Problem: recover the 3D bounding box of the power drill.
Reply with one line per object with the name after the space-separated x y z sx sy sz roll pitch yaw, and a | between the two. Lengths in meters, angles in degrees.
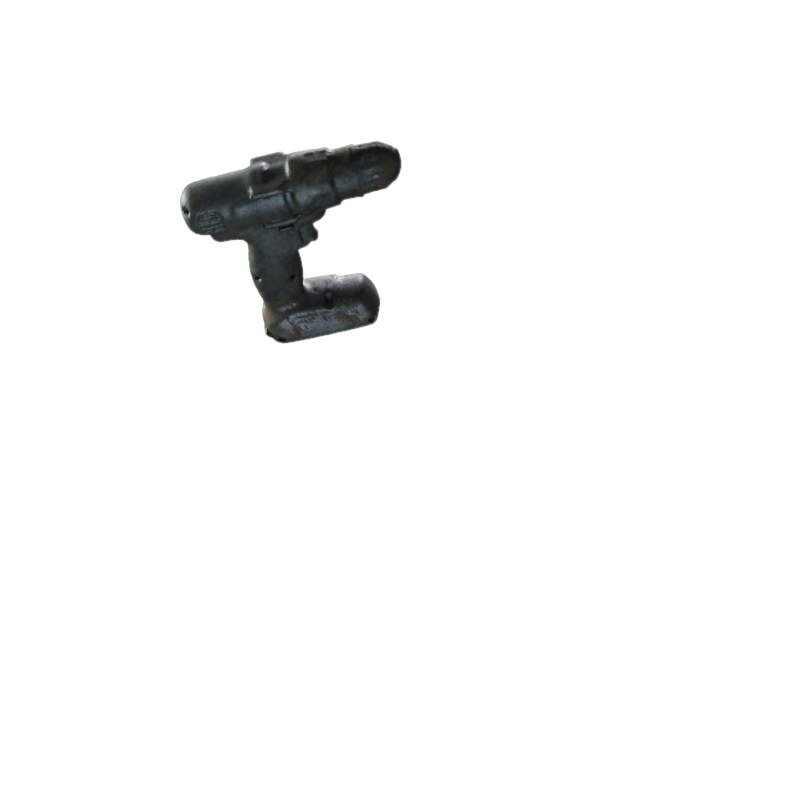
-0.074 -0.135 0.948 0.186 0.062 0.173 -10 -43 10 | power drill
